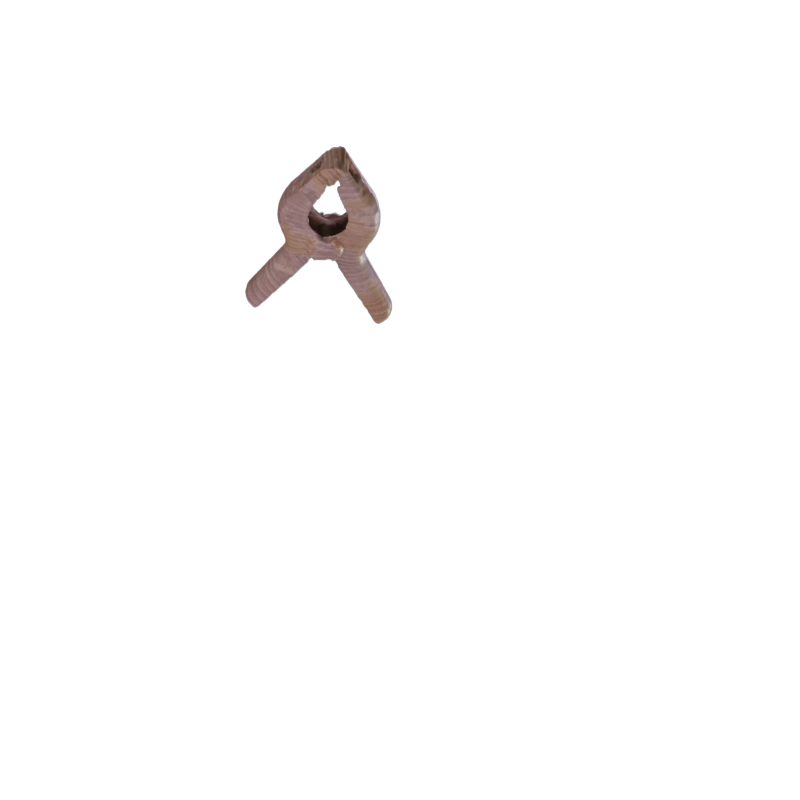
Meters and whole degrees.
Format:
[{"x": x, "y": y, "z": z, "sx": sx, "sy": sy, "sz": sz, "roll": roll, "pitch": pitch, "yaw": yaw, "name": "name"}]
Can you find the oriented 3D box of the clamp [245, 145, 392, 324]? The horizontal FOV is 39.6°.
[{"x": -0.068, "y": -0.124, "z": 0.870, "sx": 0.120, "sy": 0.159, "sz": 0.042, "roll": -2, "pitch": 44, "yaw": 1, "name": "clamp"}]
